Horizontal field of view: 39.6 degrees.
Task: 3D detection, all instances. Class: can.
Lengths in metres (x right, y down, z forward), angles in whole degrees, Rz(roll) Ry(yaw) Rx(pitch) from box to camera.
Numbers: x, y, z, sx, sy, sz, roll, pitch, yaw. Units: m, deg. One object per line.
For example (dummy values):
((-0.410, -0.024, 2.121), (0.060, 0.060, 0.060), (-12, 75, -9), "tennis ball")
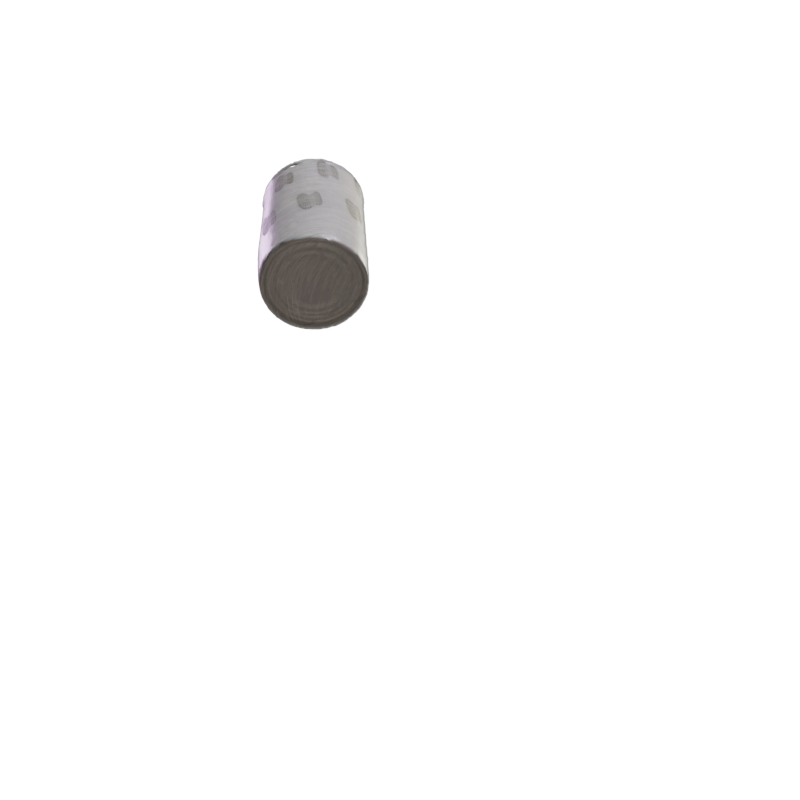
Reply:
((-0.055, -0.100, 0.699), (0.068, 0.064, 0.109), (-1, 35, -3), "can")
